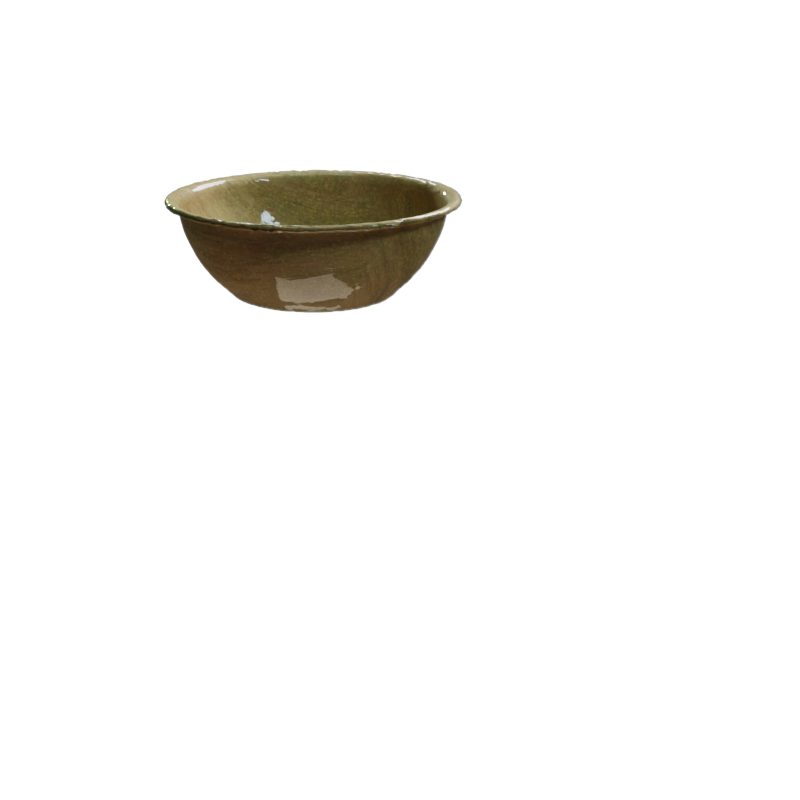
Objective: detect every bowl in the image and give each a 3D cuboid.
[{"bbox_3d":[-0.048,-0.087,0.610,0.162,0.053,0.169,-1,20,-2],"label":"bowl"}]
